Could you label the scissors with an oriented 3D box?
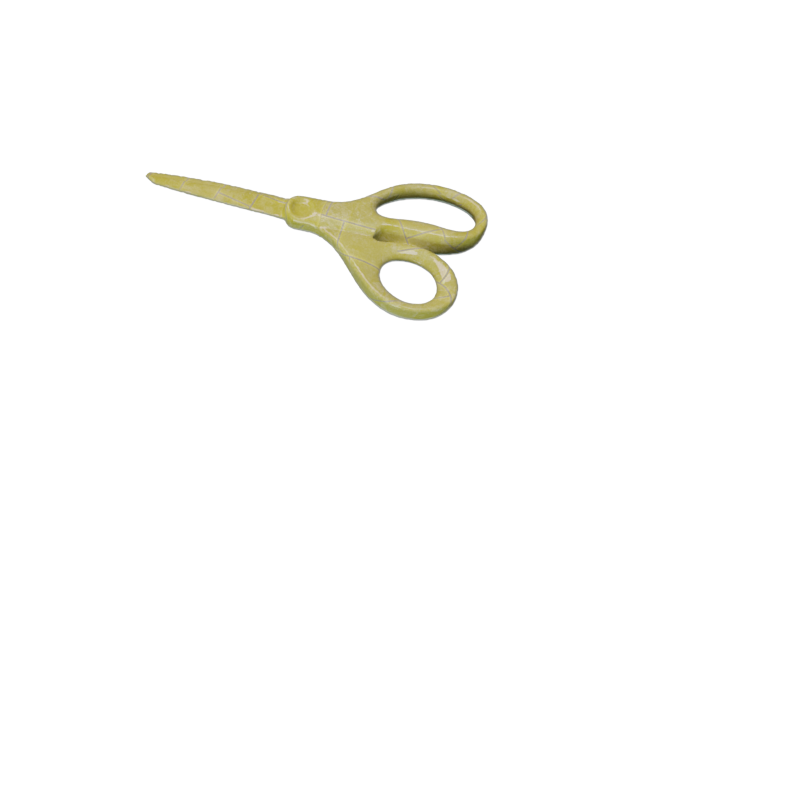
[{"bbox_3d":[-0.050,-0.091,0.639,0.202,0.102,0.015,0,-30,0],"label":"scissors"}]
